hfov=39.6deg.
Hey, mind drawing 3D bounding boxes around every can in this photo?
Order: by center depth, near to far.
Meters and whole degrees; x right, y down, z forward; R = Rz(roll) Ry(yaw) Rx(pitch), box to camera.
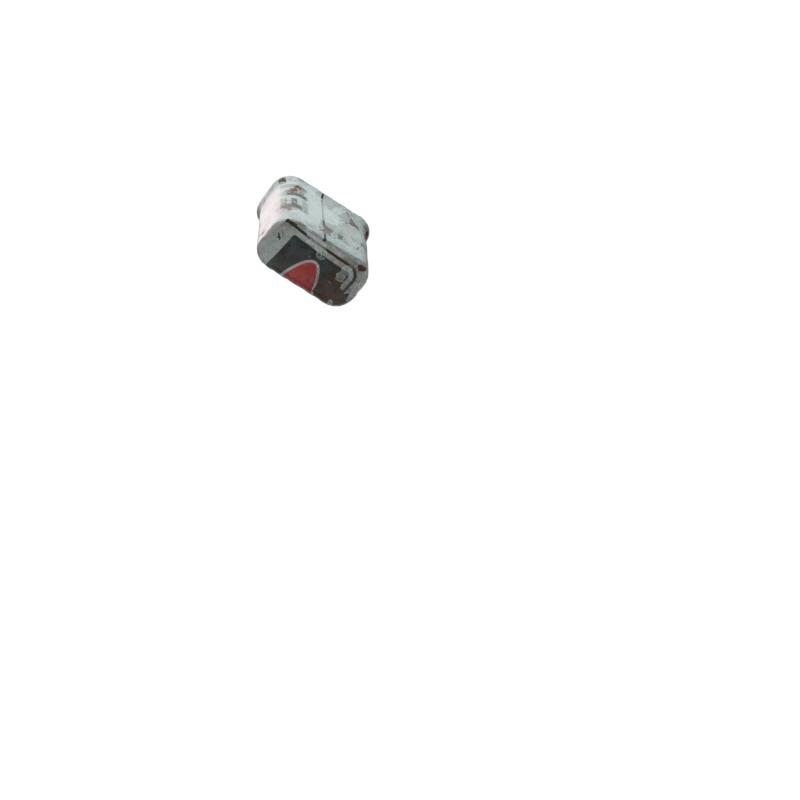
[{"bbox_3d":[-0.075,-0.137,0.963,0.098,0.056,0.089,31,25,-18],"label":"can"}]
